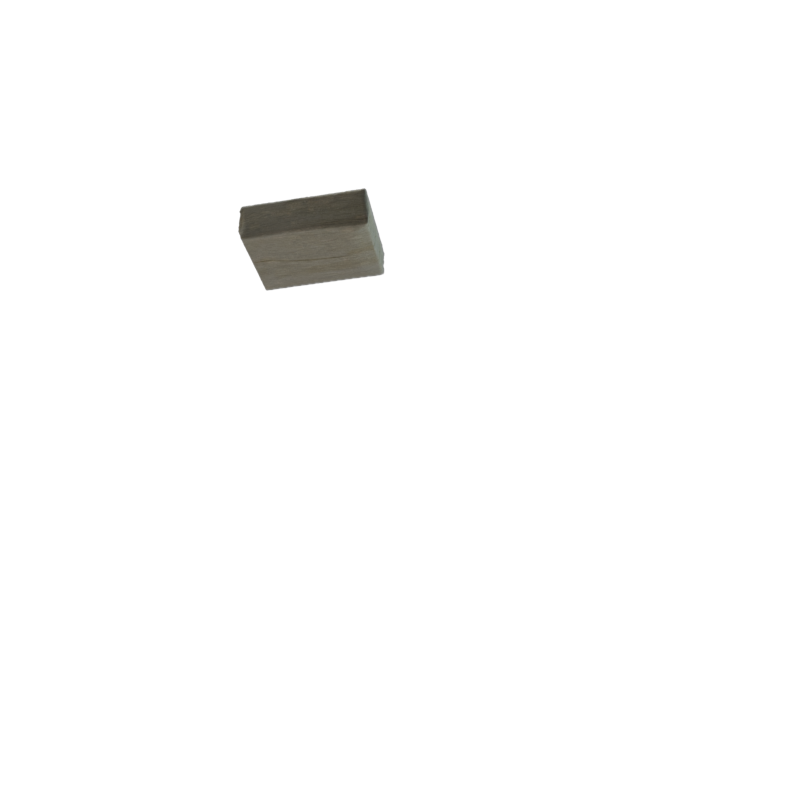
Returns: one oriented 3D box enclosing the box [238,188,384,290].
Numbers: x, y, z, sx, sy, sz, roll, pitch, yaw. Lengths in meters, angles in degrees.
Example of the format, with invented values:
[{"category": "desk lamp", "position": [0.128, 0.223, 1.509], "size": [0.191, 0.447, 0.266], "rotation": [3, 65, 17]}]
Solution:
[{"category": "box", "position": [-0.076, -0.138, 0.969], "size": [0.115, 0.041, 0.084], "rotation": [-5, -27, 9]}]
